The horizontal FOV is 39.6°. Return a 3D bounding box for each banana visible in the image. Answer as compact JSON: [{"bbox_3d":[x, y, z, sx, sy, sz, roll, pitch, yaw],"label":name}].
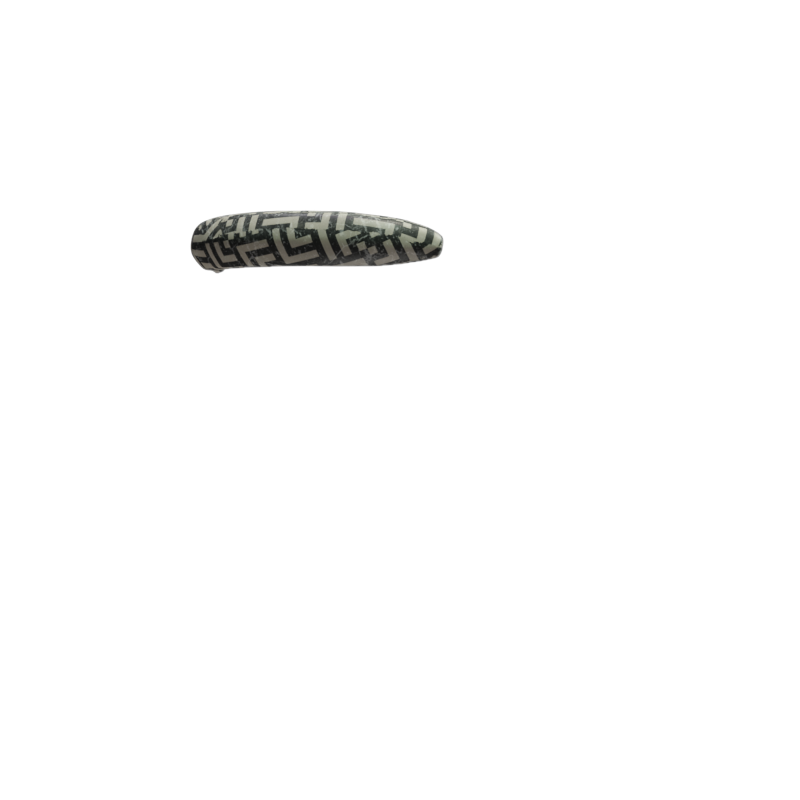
[{"bbox_3d":[-0.071,-0.103,0.718,0.205,0.037,0.067,3,4,37],"label":"banana"}]
